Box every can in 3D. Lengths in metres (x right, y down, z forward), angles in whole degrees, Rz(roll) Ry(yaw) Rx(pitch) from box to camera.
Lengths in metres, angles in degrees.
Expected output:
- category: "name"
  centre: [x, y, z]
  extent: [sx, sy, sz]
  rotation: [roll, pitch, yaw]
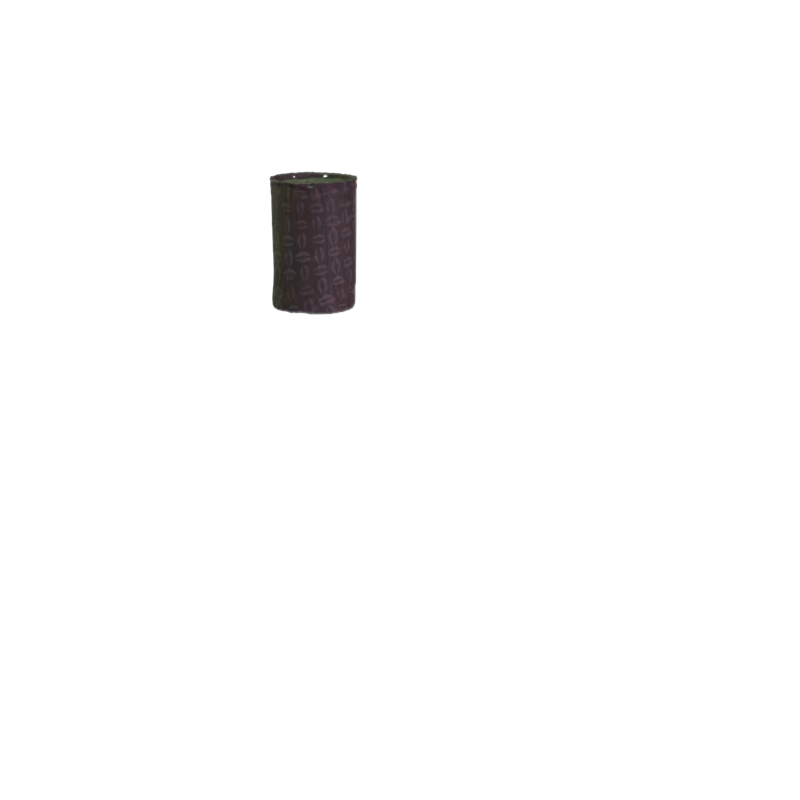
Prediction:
- category: "can"
  centre: [-0.068, -0.123, 0.864]
  extent: [0.068, 0.099, 0.071]
  rotation: [0, 13, -2]
